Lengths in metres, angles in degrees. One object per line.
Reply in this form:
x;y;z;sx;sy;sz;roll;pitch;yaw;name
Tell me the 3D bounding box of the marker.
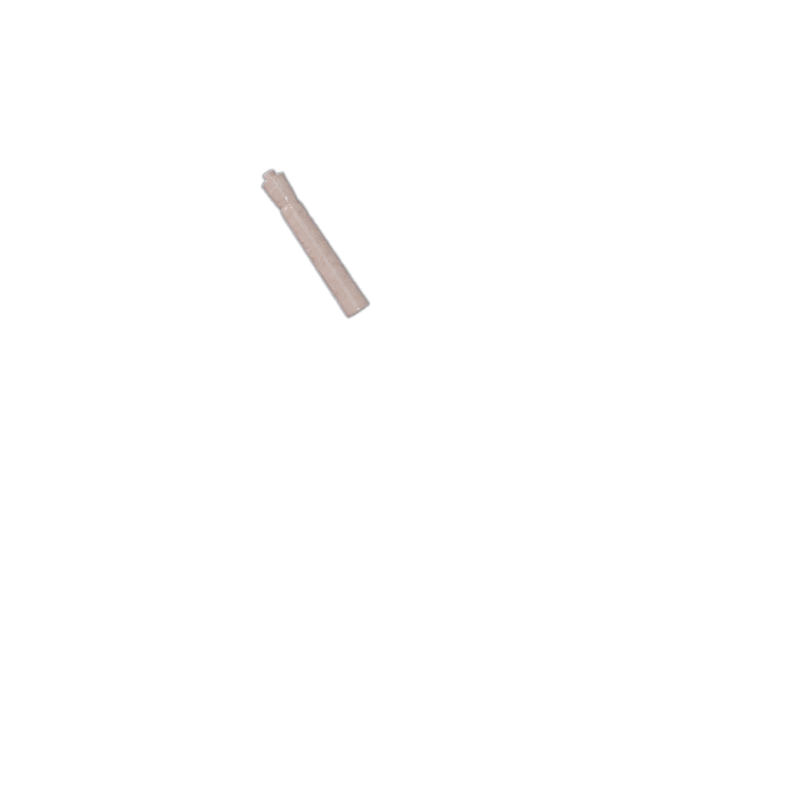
-0.063;-0.115;0.803;0.020;0.123;0.019;-33;-7;-4;marker
